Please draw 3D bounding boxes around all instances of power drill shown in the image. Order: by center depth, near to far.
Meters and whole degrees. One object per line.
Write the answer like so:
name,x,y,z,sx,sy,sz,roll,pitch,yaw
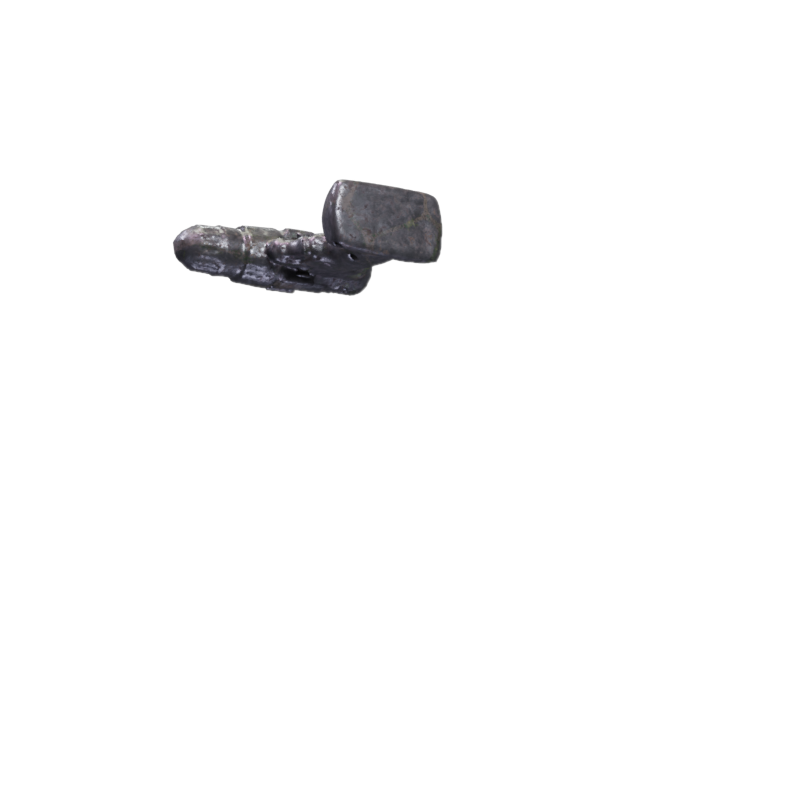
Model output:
power drill,-0.071,-0.129,0.903,0.177,0.059,0.191,3,-6,-32
